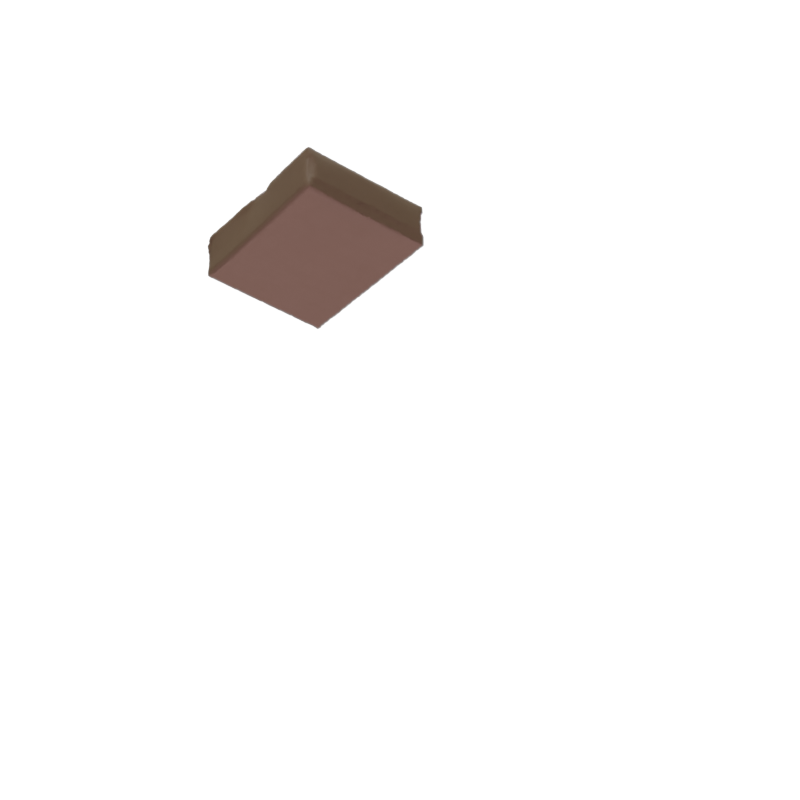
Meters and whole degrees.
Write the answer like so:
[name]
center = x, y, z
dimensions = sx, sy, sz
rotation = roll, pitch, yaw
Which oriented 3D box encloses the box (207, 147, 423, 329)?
[box]
center = -0.044, -0.080, 0.562
dimensions = 0.069, 0.032, 0.088
rotation = 25, -43, -31
